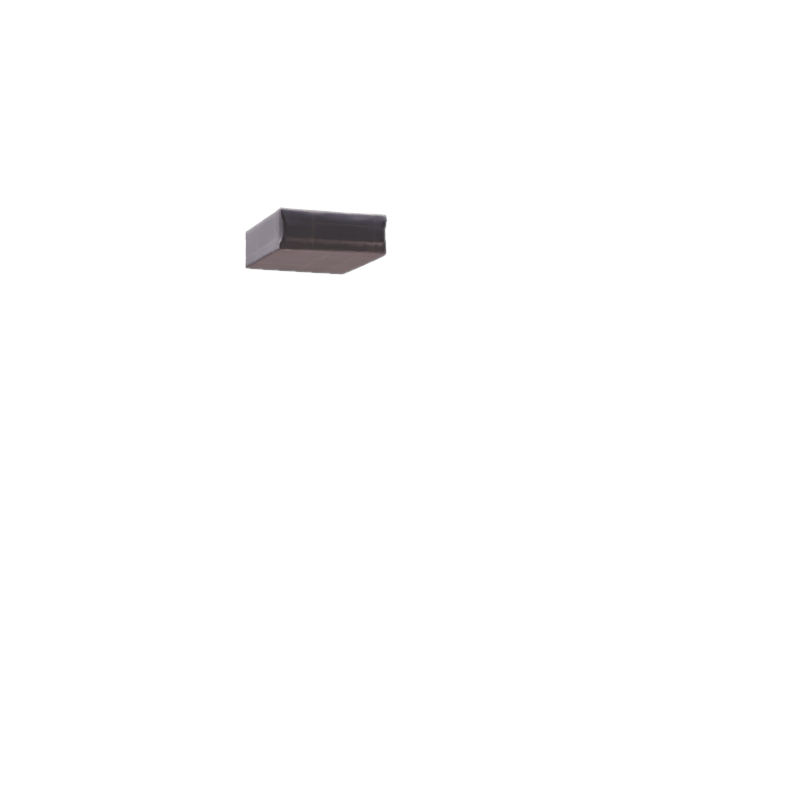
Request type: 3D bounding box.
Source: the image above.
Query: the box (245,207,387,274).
[{"bbox_3d":[-0.058,-0.106,0.739,0.071,0.031,0.090,1,-4,-20],"label":"box"}]
